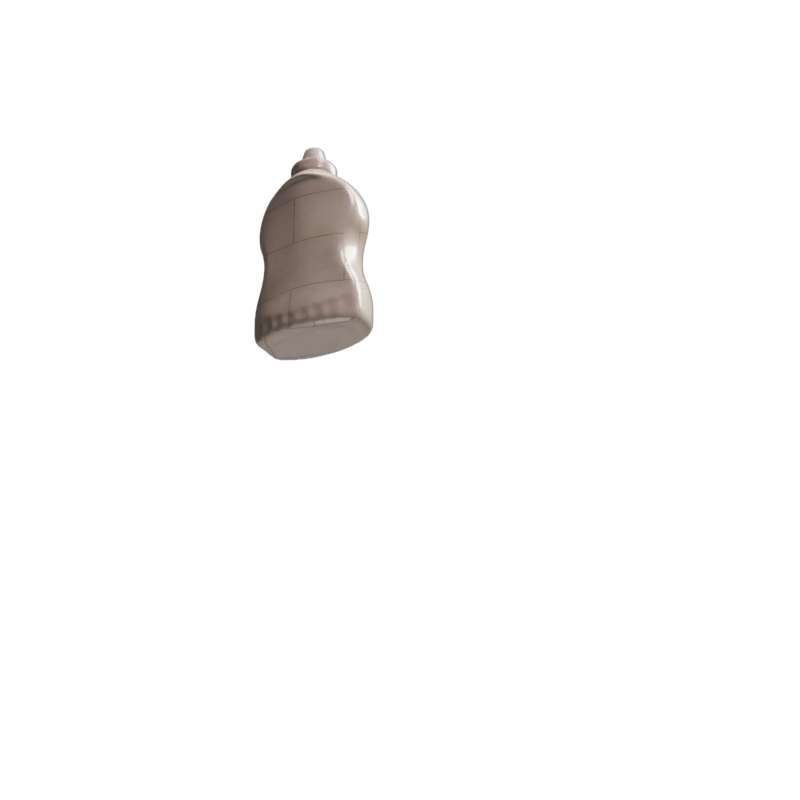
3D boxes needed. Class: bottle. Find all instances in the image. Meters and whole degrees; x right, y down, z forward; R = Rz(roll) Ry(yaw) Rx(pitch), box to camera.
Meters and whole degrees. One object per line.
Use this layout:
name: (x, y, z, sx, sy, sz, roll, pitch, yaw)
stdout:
bottle: (-0.072, -0.132, 0.928, 0.097, 0.204, 0.054, -18, -35, 24)
